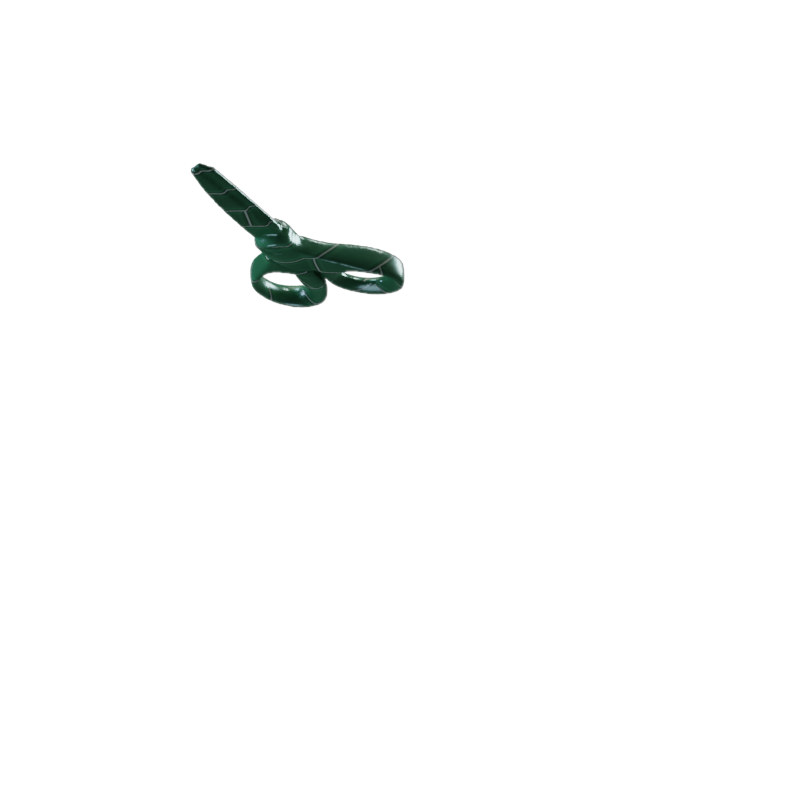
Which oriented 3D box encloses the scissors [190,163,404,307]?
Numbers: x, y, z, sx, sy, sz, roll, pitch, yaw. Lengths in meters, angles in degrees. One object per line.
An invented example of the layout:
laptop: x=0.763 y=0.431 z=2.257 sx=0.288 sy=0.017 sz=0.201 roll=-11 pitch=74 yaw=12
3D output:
scissors: x=-0.045 y=-0.081 z=0.570 sx=0.096 sy=0.016 sz=0.194 roll=0 pitch=-11 yaw=-1
